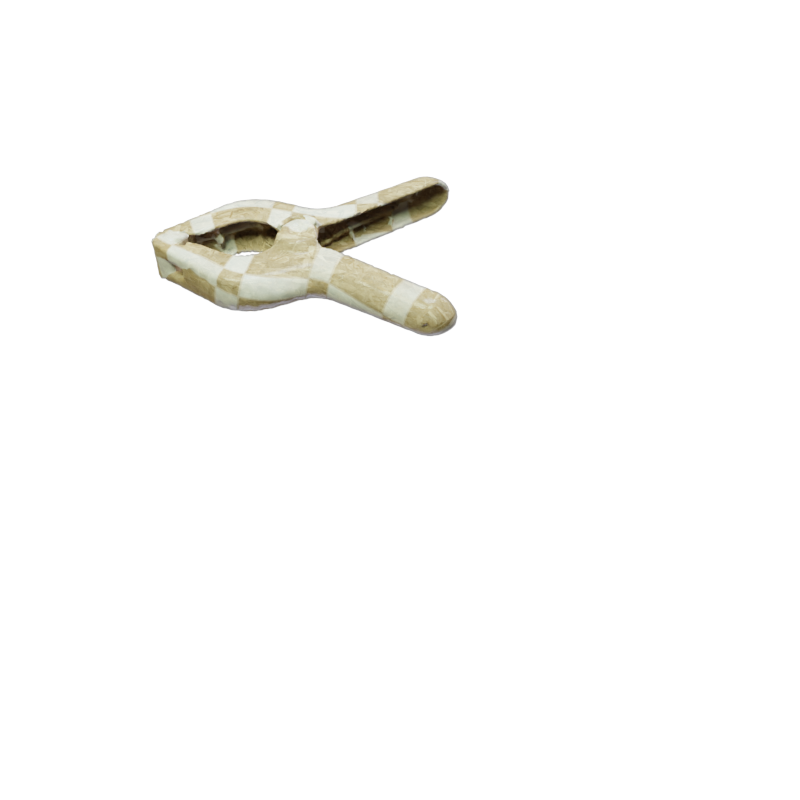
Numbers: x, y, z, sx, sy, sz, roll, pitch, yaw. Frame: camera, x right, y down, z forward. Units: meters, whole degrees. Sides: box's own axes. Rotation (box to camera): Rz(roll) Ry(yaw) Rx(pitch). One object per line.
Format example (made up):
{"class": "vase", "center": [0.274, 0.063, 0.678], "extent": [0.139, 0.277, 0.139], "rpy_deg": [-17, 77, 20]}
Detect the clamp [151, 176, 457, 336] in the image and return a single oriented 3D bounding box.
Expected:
{"class": "clamp", "center": [-0.049, -0.089, 0.621], "extent": [0.174, 0.037, 0.127], "rpy_deg": [7, 39, 8]}
